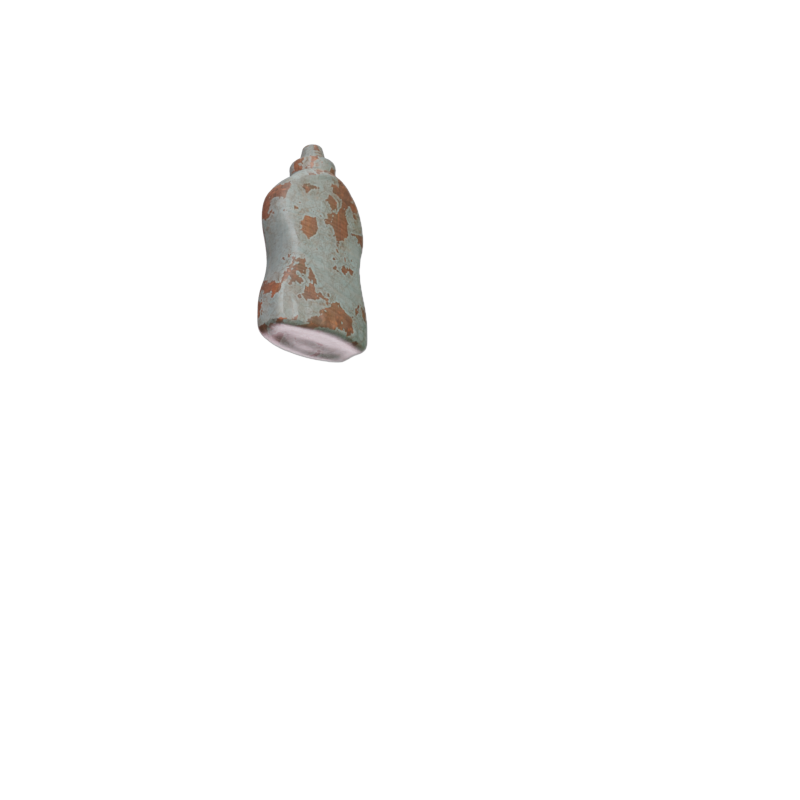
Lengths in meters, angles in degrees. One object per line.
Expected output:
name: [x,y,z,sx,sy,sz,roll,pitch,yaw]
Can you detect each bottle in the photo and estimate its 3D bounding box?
bottle: [-0.074,-0.133,0.936,0.091,0.204,0.058,20,-35,-35]
